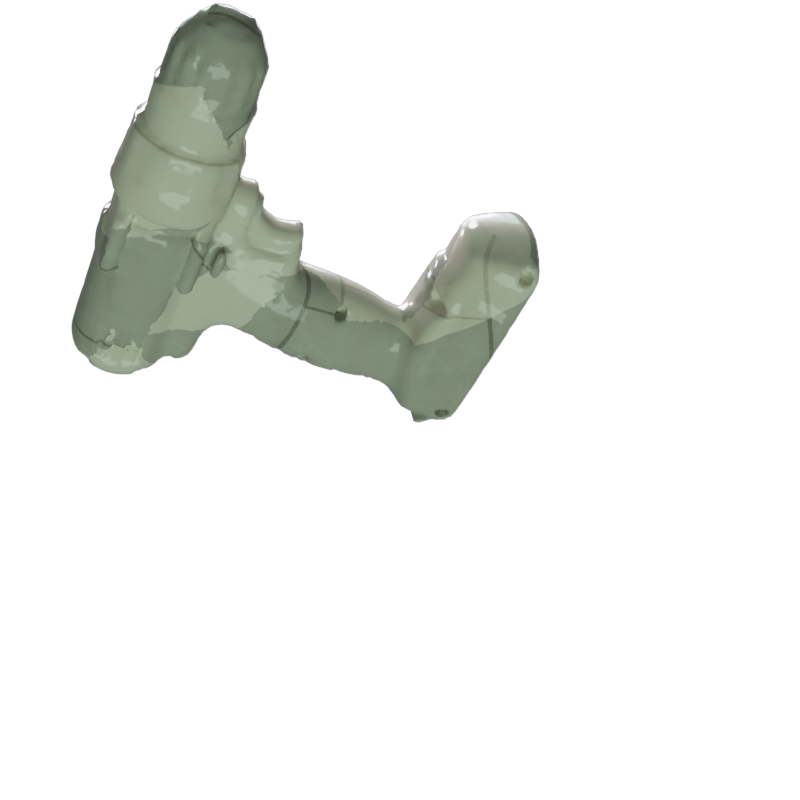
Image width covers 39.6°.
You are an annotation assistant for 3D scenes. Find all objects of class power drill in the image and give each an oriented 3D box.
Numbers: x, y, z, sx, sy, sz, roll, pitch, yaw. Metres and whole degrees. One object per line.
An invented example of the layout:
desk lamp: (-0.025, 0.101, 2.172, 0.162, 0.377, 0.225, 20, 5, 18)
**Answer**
power drill: (-0.038, -0.070, 0.491, 0.183, 0.177, 0.061, 17, 39, -15)
